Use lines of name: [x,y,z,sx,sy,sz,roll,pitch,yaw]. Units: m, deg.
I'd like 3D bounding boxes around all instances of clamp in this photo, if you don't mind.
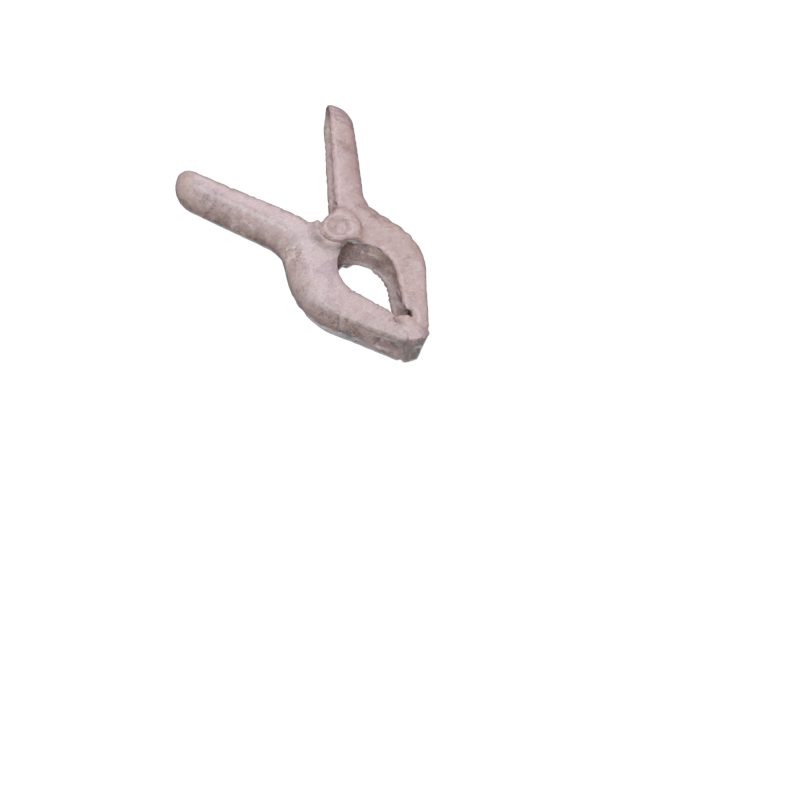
clamp: [-0.050,-0.091,0.637,0.119,0.183,0.037,-23,-28,-13]
